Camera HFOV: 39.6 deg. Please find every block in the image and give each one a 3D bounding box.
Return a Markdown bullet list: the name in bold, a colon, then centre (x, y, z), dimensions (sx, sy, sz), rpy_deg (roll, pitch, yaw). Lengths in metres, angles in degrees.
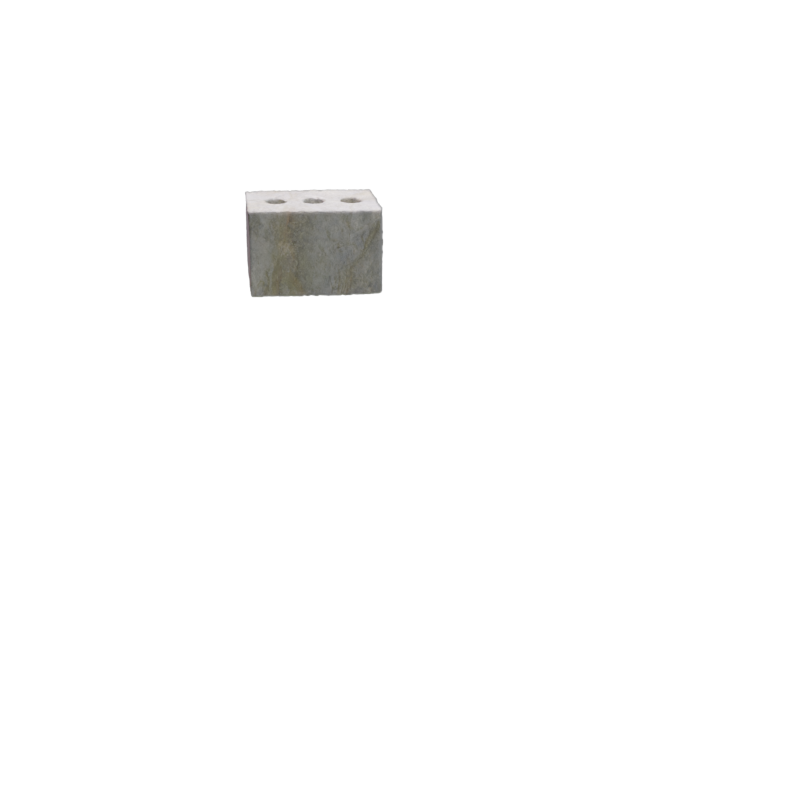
- **block**: centre (-0.051, -0.092, 0.646), dimensions (0.077, 0.049, 0.055), rpy_deg (-2, 19, -6)
